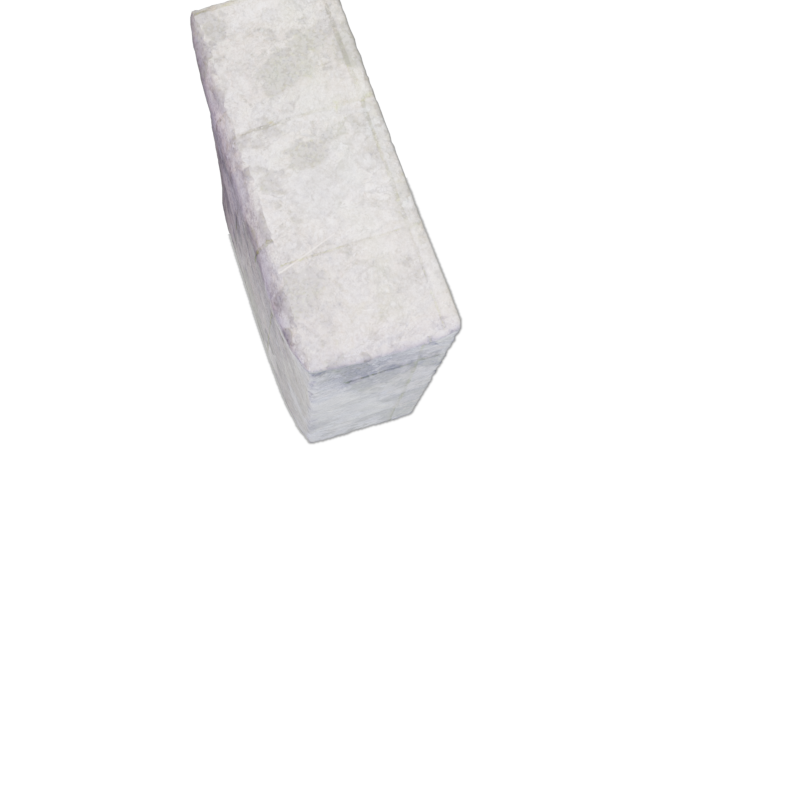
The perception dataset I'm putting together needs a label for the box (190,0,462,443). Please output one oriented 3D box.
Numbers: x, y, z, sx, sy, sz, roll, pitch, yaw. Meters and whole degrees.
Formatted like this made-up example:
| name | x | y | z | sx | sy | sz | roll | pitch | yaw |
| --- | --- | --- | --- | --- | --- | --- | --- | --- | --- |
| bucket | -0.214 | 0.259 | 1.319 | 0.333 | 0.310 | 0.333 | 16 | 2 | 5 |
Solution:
| name | x | y | z | sx | sy | sz | roll | pitch | yaw |
| --- | --- | --- | --- | --- | --- | --- | --- | --- | --- |
| box | -0.042 | -0.077 | 0.536 | 0.071 | 0.171 | 0.207 | -18 | -11 | -7 |
